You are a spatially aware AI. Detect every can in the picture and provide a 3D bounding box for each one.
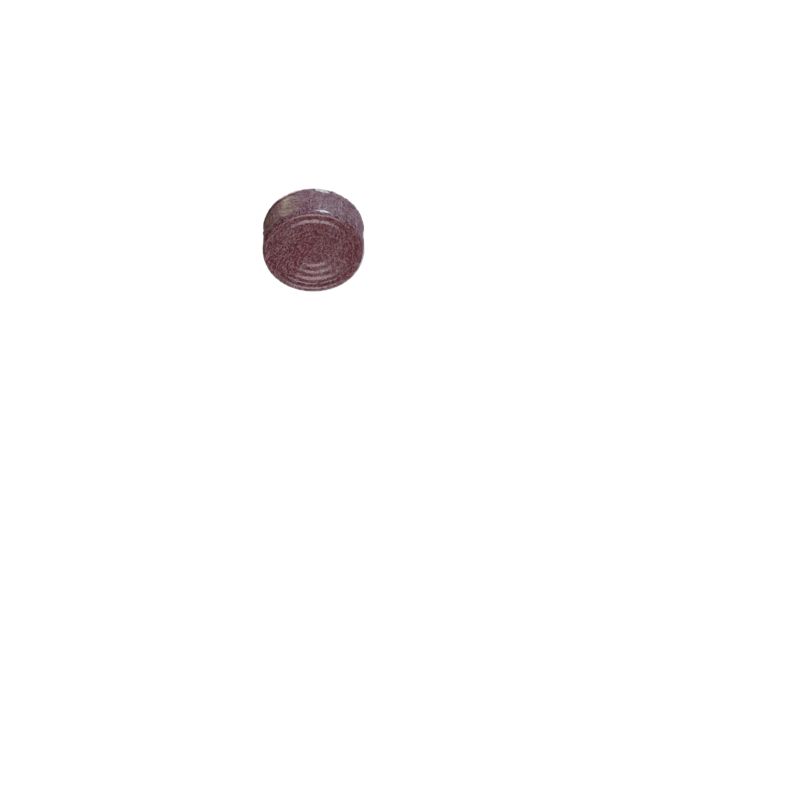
[{"bbox_3d":[-0.072,-0.132,0.925,0.086,0.080,0.036,1,41,-1],"label":"can"}]
